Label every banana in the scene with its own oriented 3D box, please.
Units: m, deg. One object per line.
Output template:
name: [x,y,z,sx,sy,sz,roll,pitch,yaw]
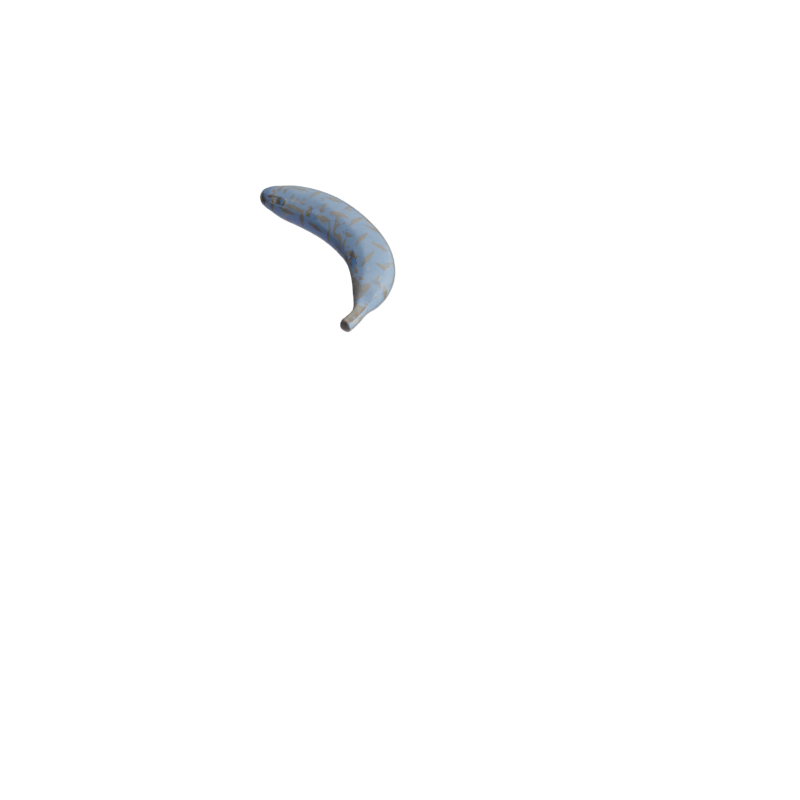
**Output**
banana: [-0.053,-0.132,0.915,0.069,0.034,0.214,-15,42,-18]
